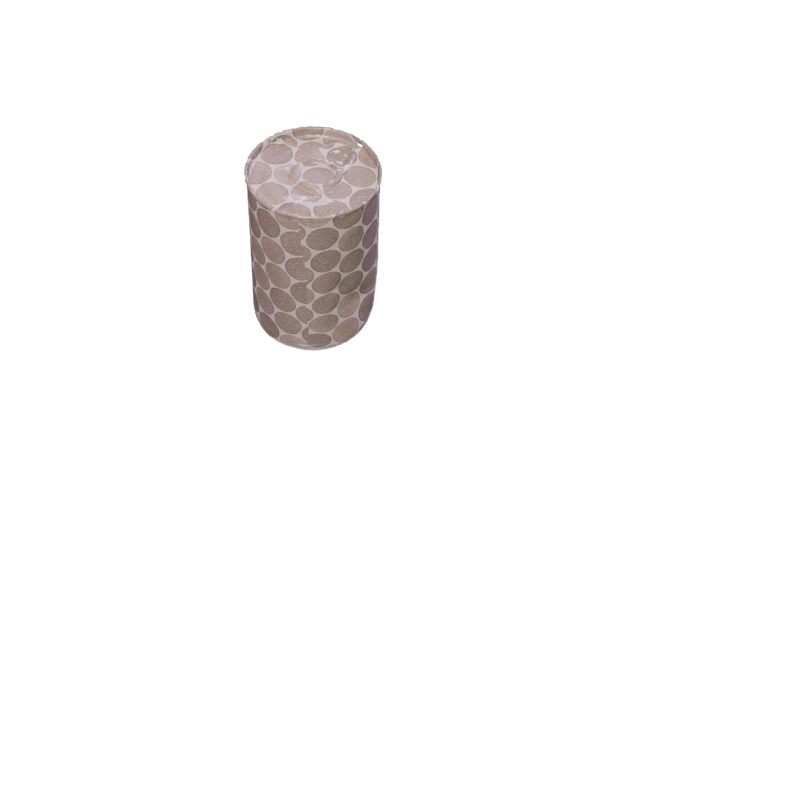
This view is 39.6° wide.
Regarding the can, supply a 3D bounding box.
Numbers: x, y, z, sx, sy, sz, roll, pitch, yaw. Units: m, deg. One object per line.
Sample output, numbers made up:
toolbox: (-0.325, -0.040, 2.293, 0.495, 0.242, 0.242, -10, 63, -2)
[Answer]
can: (-0.046, -0.083, 0.582, 0.068, 0.074, 0.095, 0, -40, -3)
